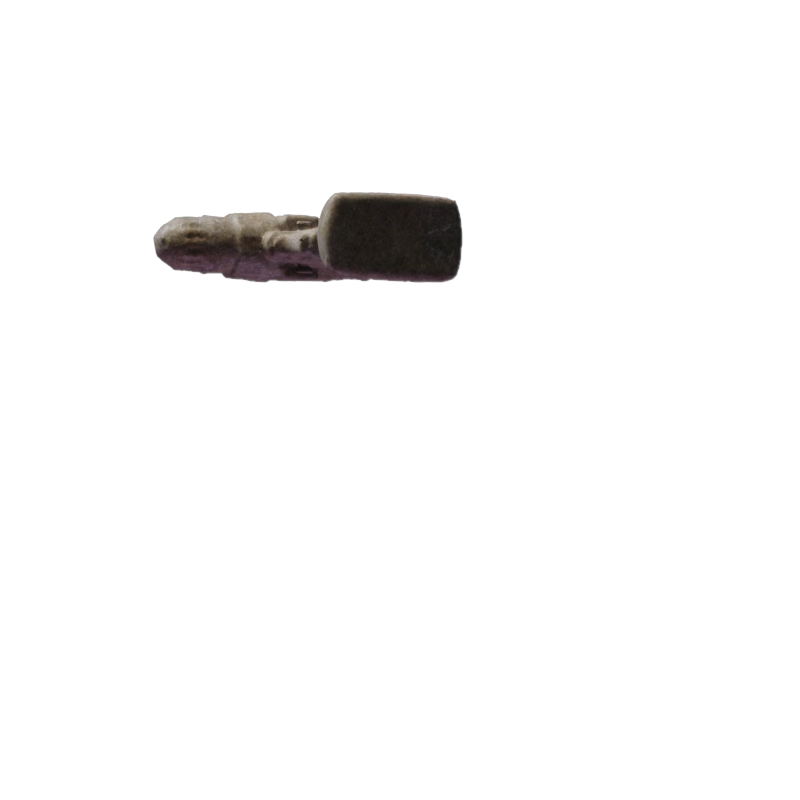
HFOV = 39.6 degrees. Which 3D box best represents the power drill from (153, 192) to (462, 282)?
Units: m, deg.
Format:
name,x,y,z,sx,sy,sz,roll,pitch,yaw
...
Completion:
name,x,y,z,sx,sy,sz,roll,pitch,yaw
power drill,-0.061,-0.111,0.776,0.179,0.057,0.194,-3,6,-29
